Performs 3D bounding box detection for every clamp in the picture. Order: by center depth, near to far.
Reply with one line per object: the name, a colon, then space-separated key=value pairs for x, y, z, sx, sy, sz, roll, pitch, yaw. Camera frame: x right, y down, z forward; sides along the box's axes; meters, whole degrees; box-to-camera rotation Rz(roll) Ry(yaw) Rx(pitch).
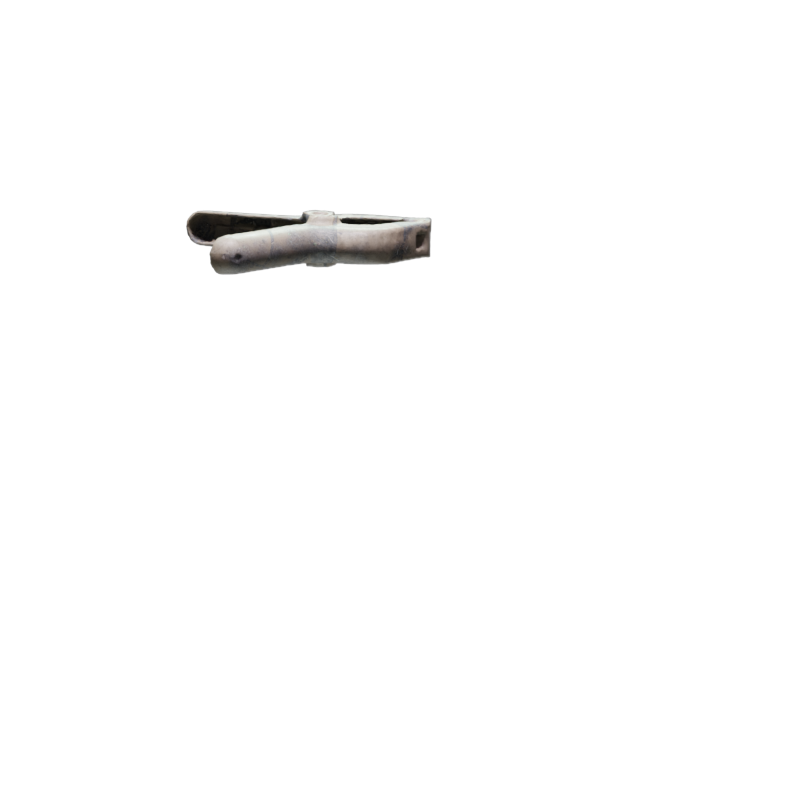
clamp: x=-0.058 y=-0.107 z=0.747 sx=0.170 sy=0.037 sz=0.127 roll=-3 pitch=24 yaw=-6
